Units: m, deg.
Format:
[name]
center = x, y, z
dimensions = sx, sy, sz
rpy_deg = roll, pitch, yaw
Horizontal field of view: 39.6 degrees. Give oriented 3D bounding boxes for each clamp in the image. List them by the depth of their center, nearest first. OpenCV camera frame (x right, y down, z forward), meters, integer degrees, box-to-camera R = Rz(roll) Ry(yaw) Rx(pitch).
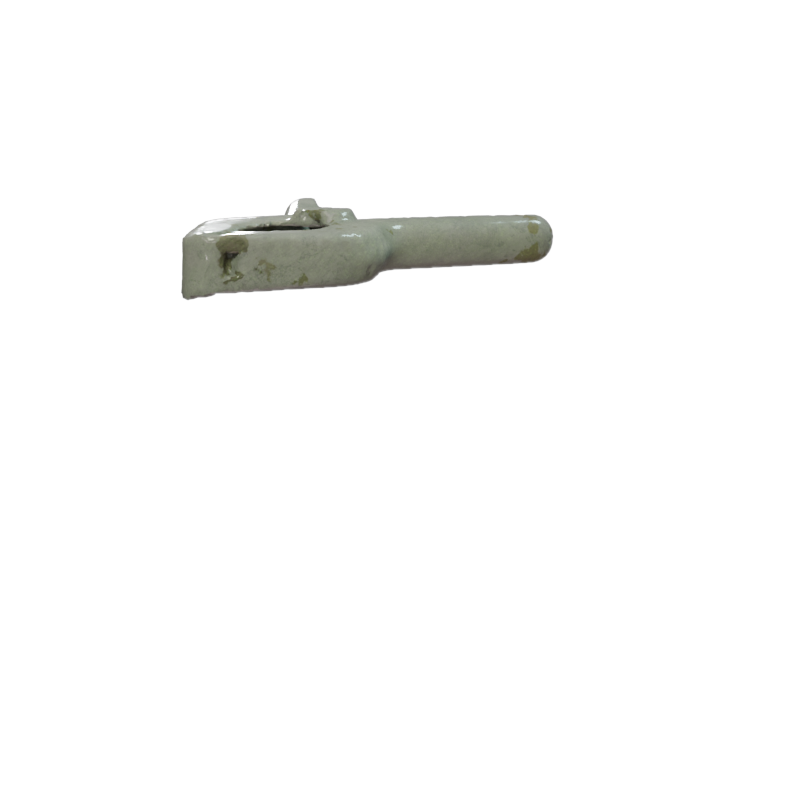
[clamp]
center = -0.044, -0.080, 0.559
dimensions = 0.173, 0.035, 0.205
rpy_deg = 11, 18, 37
